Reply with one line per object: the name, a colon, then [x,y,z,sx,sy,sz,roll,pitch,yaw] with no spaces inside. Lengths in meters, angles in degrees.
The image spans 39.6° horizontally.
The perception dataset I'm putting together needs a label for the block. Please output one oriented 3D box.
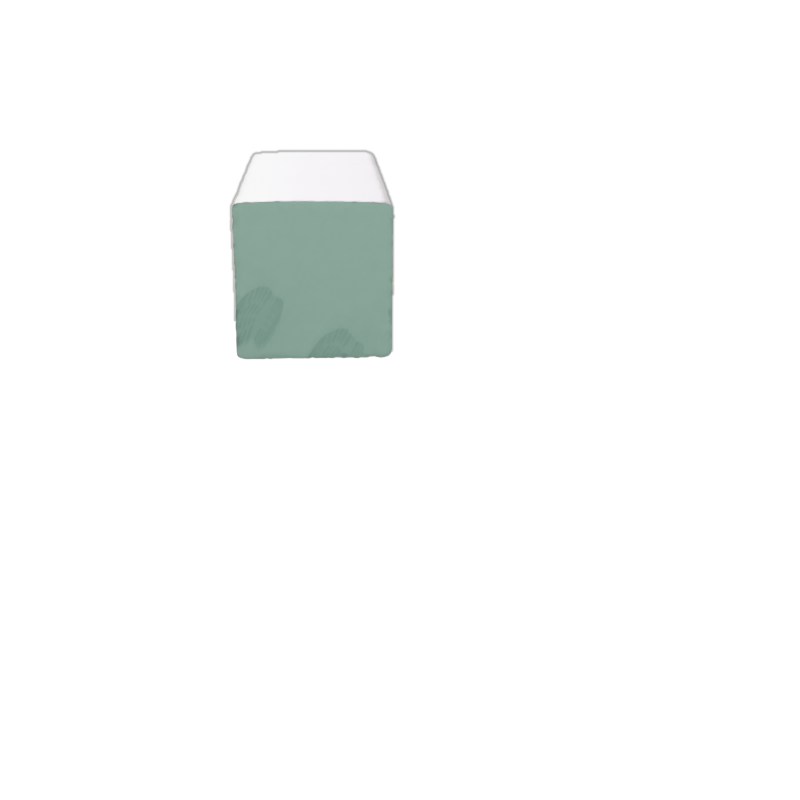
block: [-0.055,-0.101,0.709,0.090,0.087,0.214,-1,18,-4]
